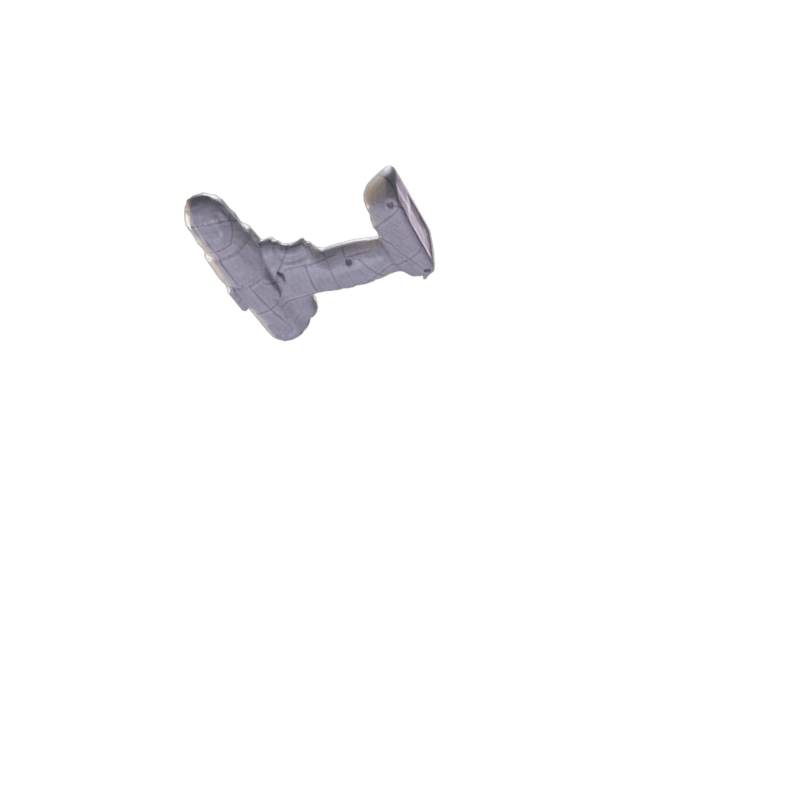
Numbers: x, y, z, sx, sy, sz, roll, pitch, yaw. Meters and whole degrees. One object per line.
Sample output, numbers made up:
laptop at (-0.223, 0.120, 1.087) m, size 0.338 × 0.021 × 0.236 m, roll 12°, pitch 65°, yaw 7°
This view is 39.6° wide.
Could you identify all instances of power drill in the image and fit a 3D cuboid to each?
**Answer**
power drill at (-0.077, -0.141, 0.985) m, size 0.189 × 0.062 × 0.170 m, roll -17°, pitch -43°, yaw 19°
